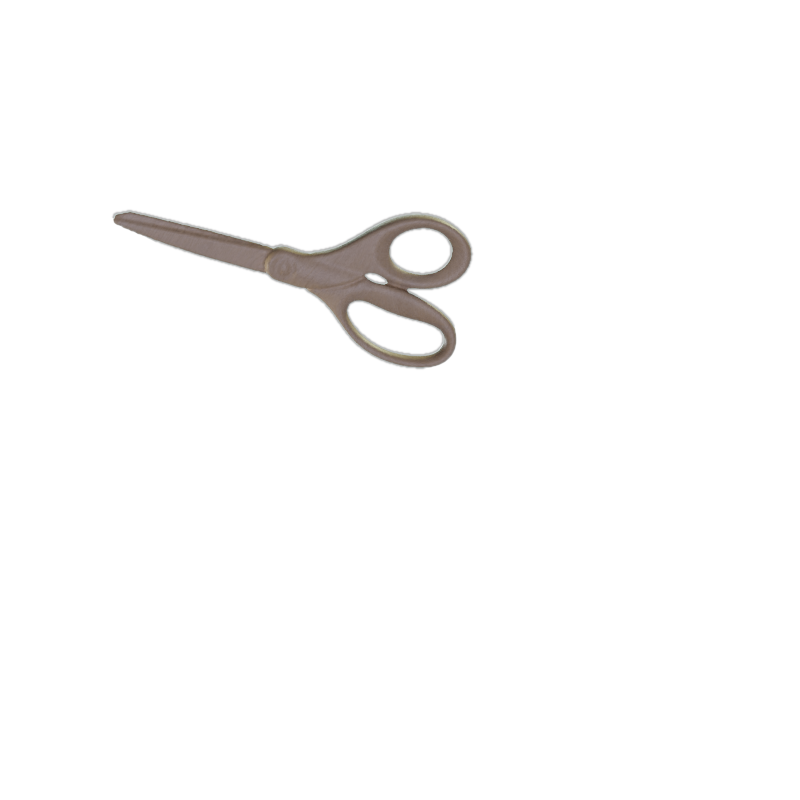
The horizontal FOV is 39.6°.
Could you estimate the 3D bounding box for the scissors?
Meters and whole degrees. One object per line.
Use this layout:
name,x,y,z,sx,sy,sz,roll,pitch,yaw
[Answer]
scissors,-0.048,-0.087,0.613,0.198,0.095,0.016,30,13,-8
